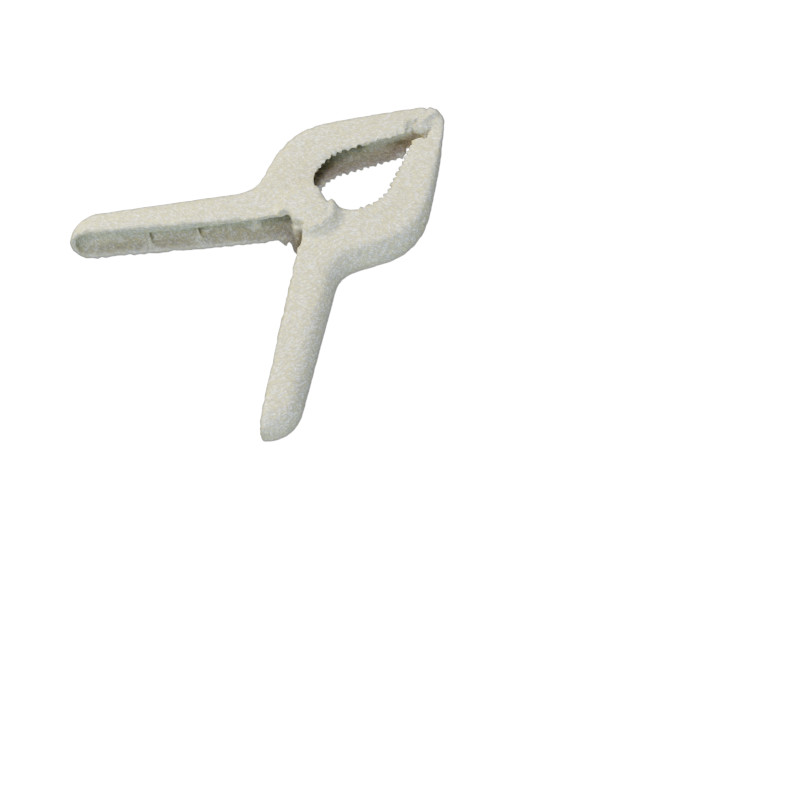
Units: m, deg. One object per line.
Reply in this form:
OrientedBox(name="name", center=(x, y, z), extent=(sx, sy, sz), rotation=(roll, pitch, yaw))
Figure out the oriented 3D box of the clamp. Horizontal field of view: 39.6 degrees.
OrientedBox(name="clamp", center=(-0.046, -0.084, 0.589), extent=(0.210, 0.175, 0.034), rotation=(-33, -26, -19))
